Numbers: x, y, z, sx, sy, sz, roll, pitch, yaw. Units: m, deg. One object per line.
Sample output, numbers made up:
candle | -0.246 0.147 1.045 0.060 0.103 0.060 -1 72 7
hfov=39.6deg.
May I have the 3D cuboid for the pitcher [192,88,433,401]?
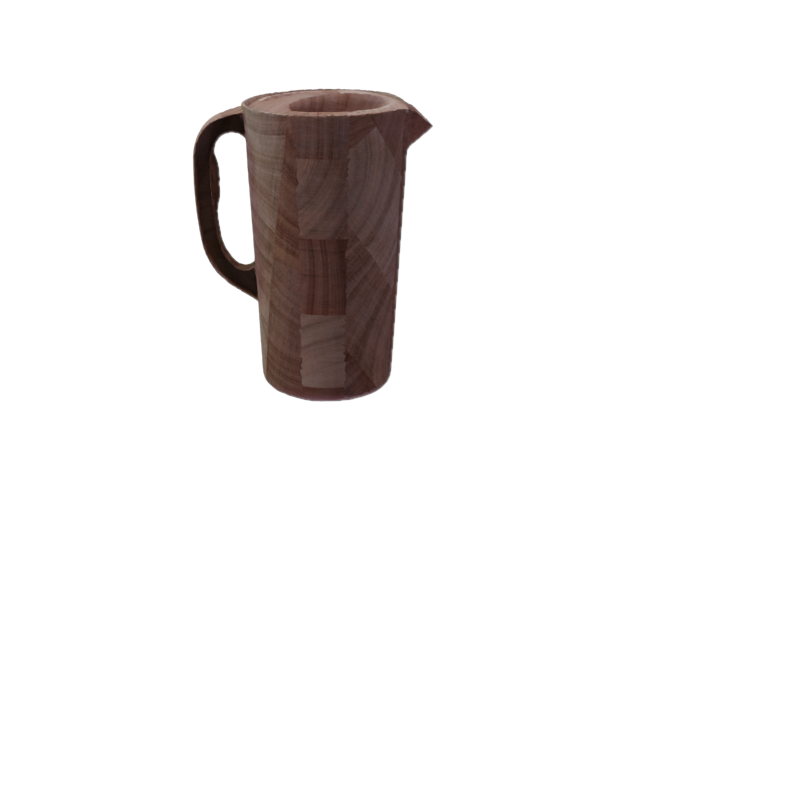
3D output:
pitcher | -0.070 -0.128 0.897 0.158 0.234 0.143 16 24 38
